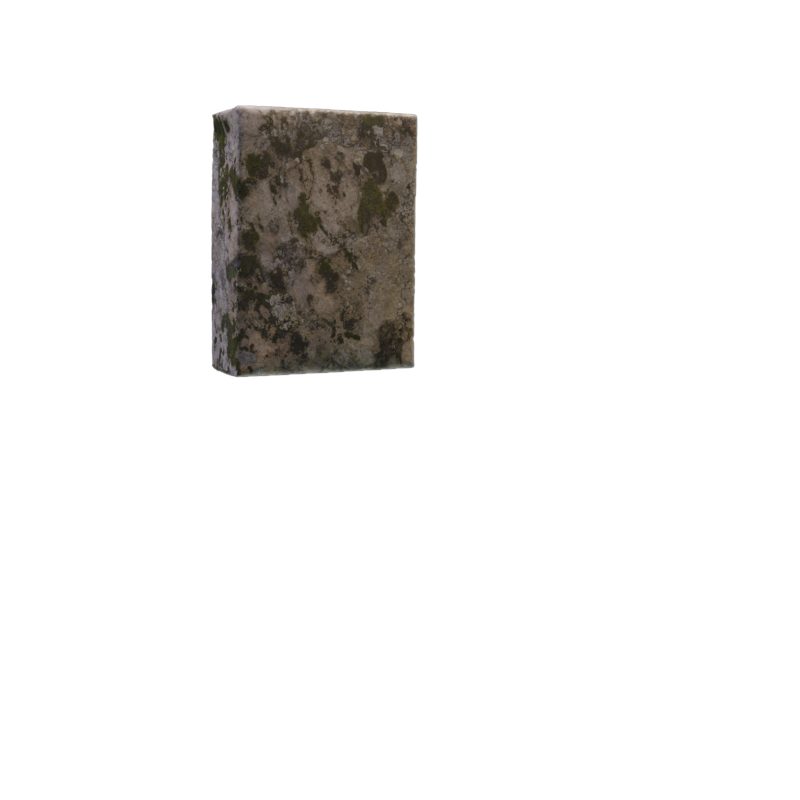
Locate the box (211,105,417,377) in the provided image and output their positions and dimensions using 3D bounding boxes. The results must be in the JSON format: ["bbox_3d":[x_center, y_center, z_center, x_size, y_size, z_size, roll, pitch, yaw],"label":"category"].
[{"bbox_3d":[-0.072,-0.131,0.919,0.159,0.213,0.074,-2,2,-27],"label":"box"}]
